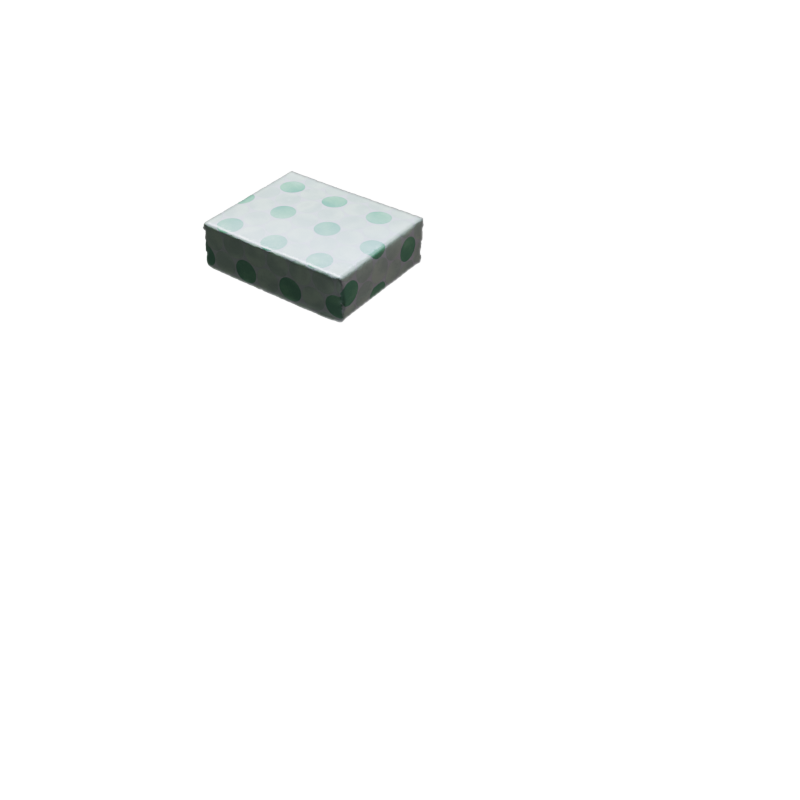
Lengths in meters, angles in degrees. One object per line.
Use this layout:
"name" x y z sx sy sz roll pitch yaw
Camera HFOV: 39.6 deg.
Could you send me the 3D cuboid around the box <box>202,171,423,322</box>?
"box" -0.056 -0.102 0.713 0.120 0.036 0.091 25 44 28
